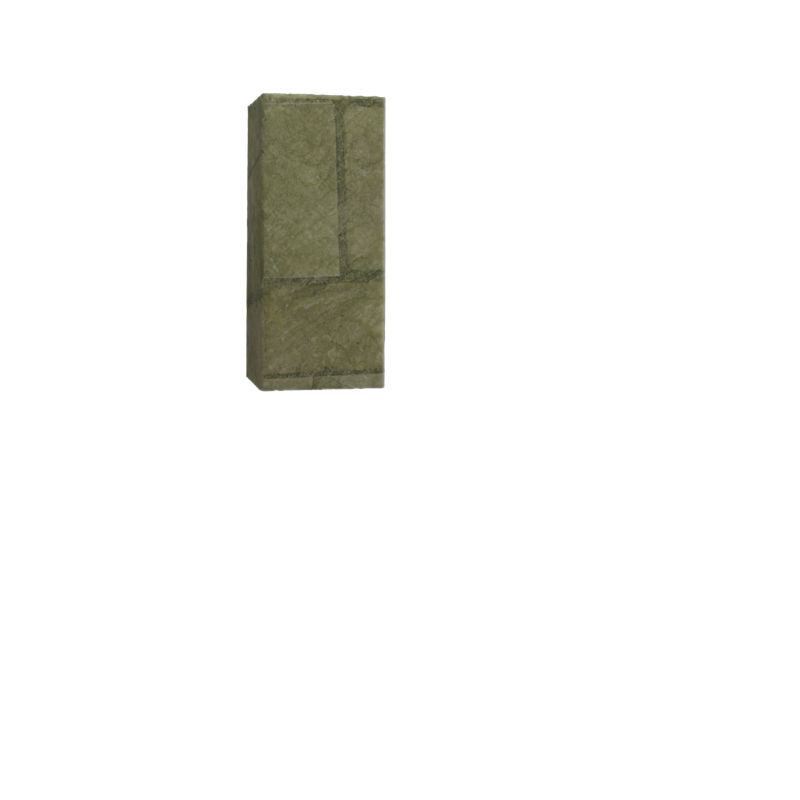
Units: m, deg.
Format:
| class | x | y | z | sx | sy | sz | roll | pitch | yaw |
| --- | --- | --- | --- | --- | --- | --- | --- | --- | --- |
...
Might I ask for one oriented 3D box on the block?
| class | x | y | z | sx | sy | sz | roll | pitch | yaw |
| --- | --- | --- | --- | --- | --- | --- | --- | --- | --- |
| block | -0.064 | -0.116 | 0.814 | 0.089 | 0.206 | 0.092 | 0 | 1 | -13 |
